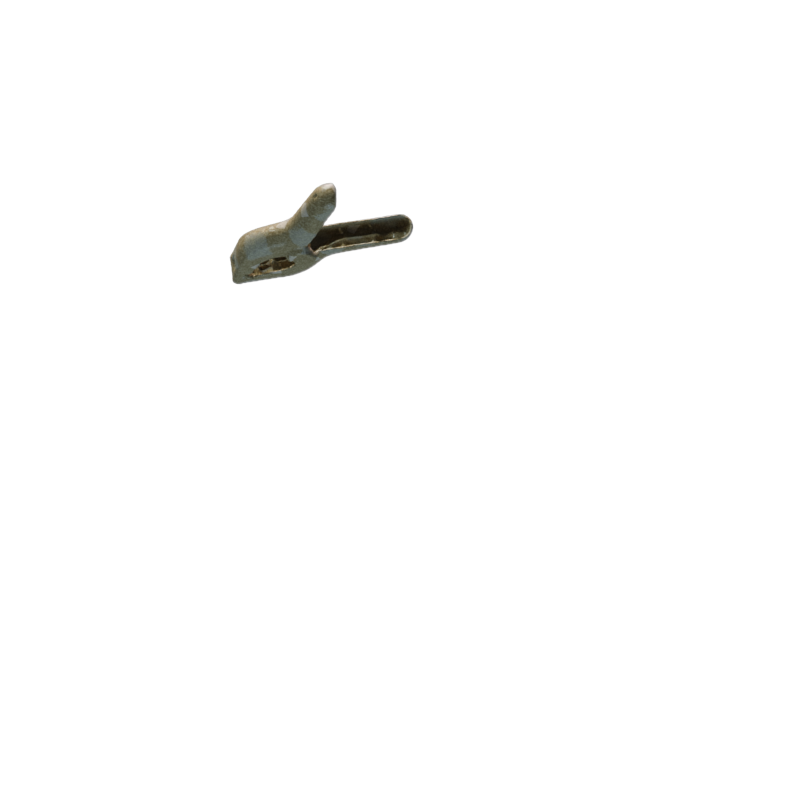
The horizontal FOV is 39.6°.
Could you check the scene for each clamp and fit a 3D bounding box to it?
[{"bbox_3d":[-0.077,-0.140,0.980,0.113,0.041,0.173,17,-25,-41],"label":"clamp"}]
